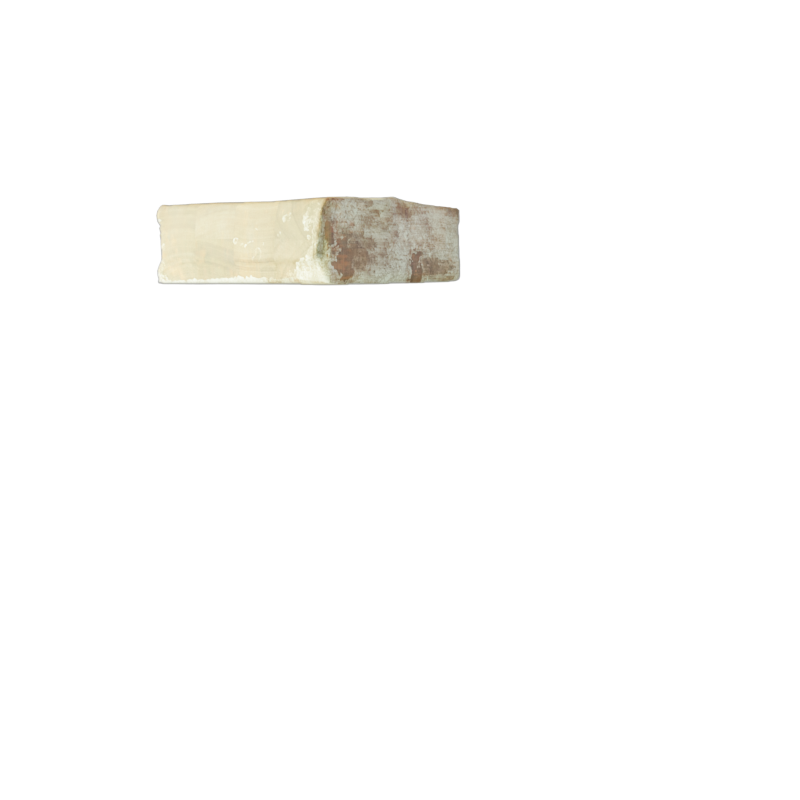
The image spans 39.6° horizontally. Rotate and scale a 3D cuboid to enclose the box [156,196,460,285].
[{"bbox_3d":[-0.031,-0.057,0.397,0.076,0.030,0.086,4,7,34],"label":"box"}]
